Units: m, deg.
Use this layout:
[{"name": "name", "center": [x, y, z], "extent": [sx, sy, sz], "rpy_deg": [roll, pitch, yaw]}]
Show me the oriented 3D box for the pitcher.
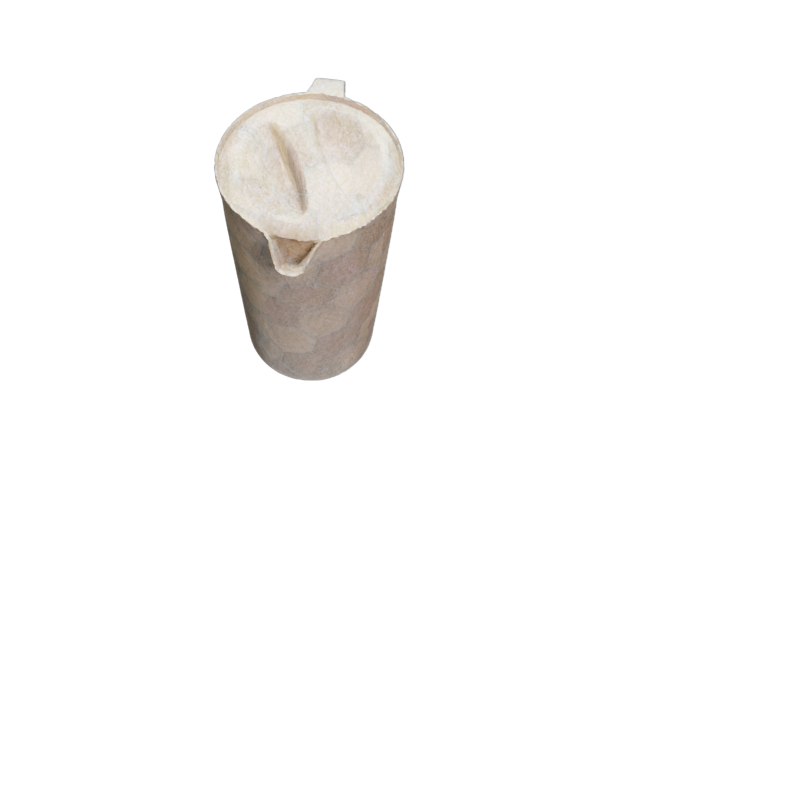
[{"name": "pitcher", "center": [-0.068, -0.125, 0.875], "extent": [0.150, 0.154, 0.228], "rpy_deg": [-33, -23, -20]}]
